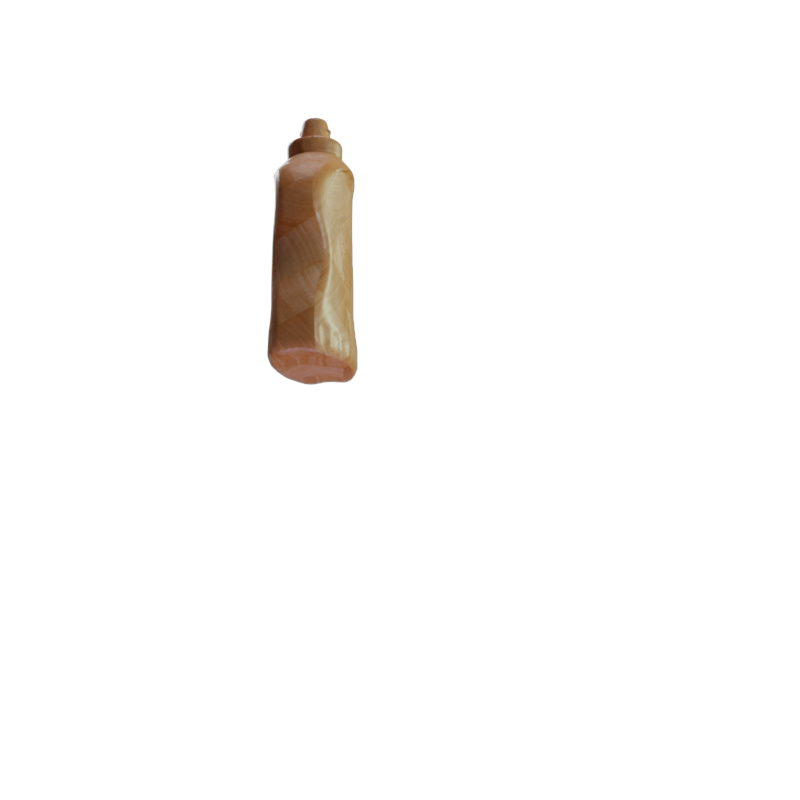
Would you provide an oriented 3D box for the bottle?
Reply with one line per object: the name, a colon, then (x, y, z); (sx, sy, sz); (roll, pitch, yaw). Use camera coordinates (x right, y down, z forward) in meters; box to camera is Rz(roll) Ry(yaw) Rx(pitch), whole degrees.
bottle: (-0.062, -0.114, 0.797); (0.059, 0.201, 0.090); (-7, -20, 14)
